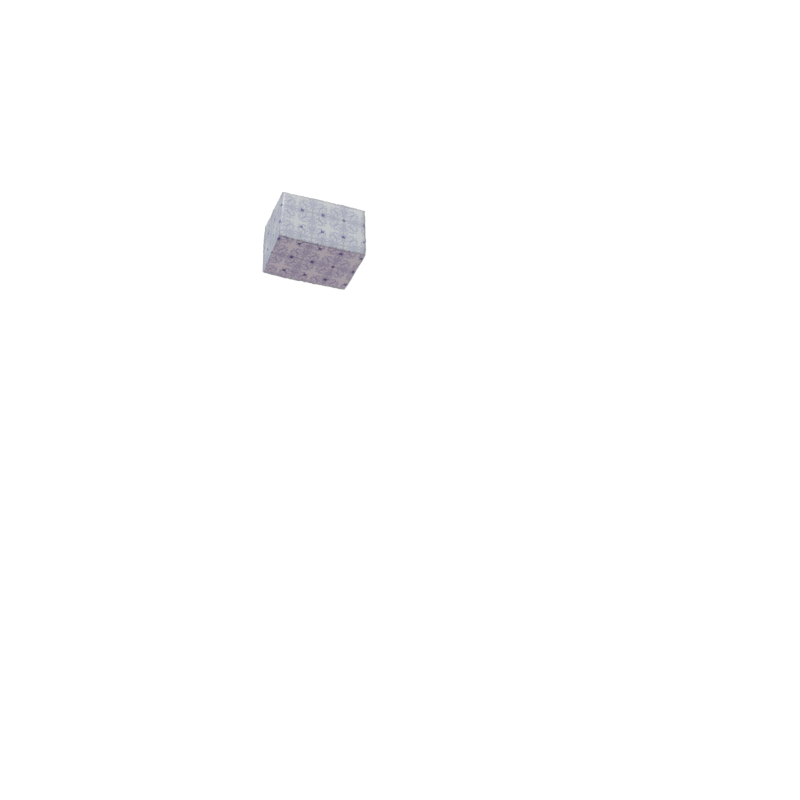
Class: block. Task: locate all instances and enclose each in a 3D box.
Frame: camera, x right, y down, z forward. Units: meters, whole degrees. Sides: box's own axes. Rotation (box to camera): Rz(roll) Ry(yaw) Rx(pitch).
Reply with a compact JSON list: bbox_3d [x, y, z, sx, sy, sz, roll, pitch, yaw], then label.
[{"bbox_3d":[-0.074,-0.135,0.948,0.076,0.055,0.051,11,-38,-17],"label":"block"}]
